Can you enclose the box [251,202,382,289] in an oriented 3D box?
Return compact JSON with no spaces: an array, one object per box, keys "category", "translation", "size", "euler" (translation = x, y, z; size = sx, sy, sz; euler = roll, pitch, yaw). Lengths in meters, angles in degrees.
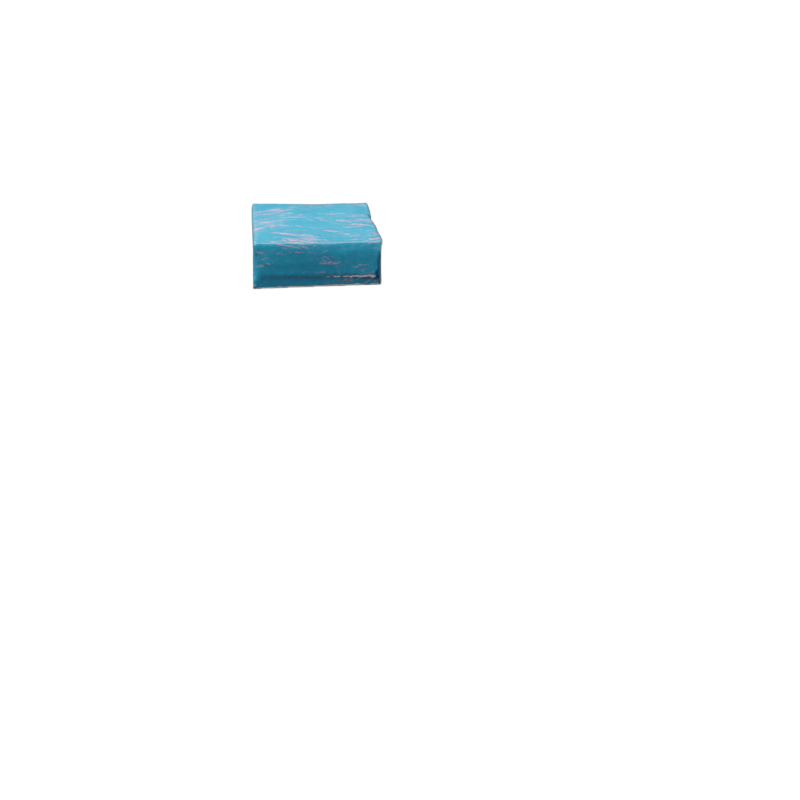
[{"category":"box","translation":[-0.051,-0.093,0.655],"size":[0.073,0.029,0.094],"euler":[-2,23,-5]}]
